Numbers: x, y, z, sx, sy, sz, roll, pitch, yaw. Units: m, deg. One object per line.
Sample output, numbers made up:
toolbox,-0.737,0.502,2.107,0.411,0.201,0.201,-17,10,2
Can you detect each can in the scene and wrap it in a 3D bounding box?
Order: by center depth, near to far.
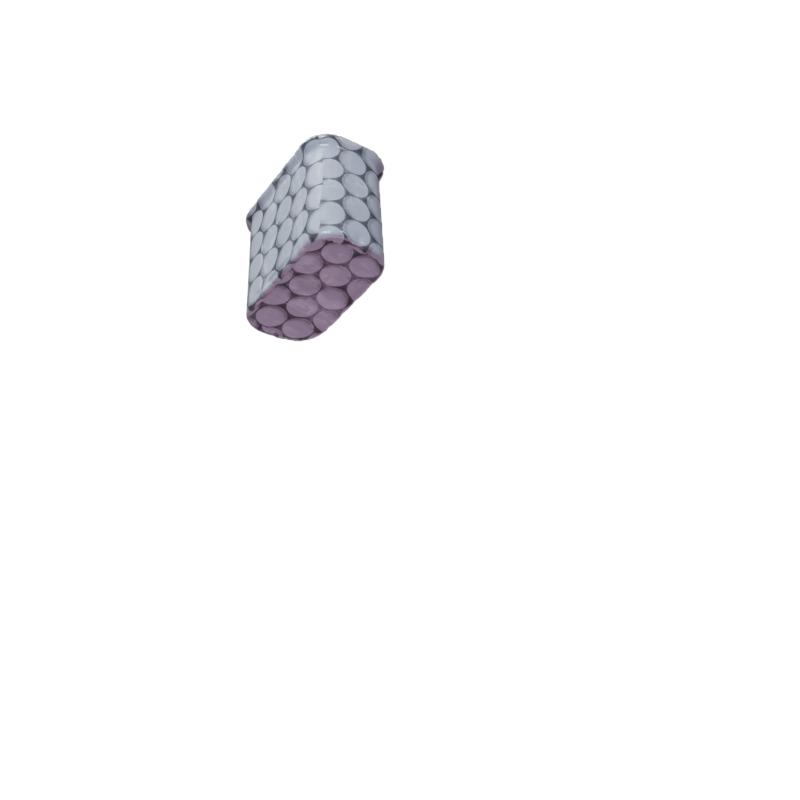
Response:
can,-0.053,-0.096,0.674,0.055,0.090,0.099,22,-46,-27
